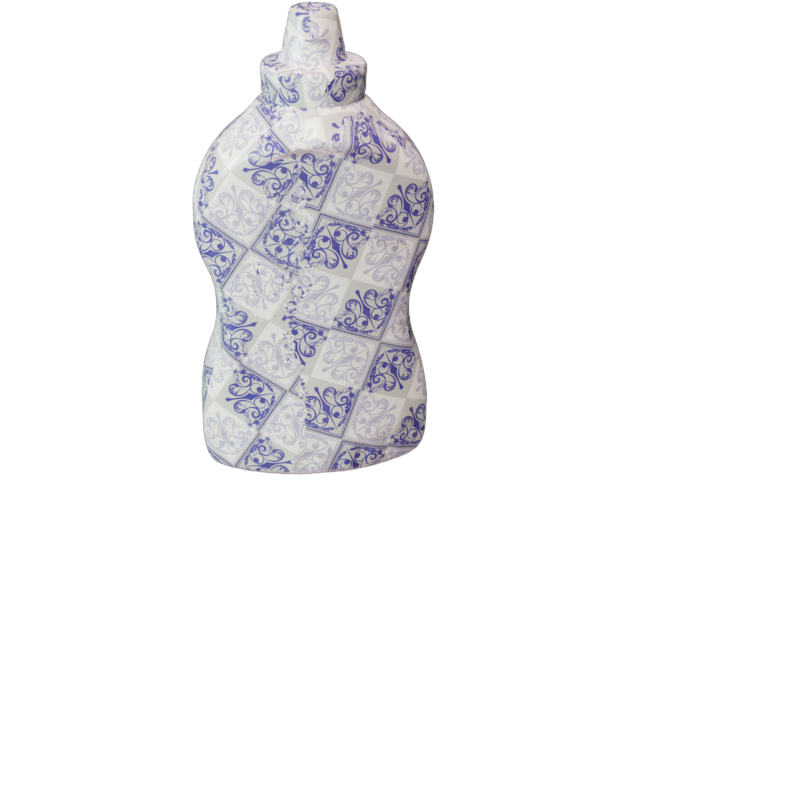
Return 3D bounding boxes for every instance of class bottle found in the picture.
[{"bbox_3d":[-0.035,-0.064,0.450,0.095,0.182,0.062,-1,25,-6],"label":"bottle"}]
